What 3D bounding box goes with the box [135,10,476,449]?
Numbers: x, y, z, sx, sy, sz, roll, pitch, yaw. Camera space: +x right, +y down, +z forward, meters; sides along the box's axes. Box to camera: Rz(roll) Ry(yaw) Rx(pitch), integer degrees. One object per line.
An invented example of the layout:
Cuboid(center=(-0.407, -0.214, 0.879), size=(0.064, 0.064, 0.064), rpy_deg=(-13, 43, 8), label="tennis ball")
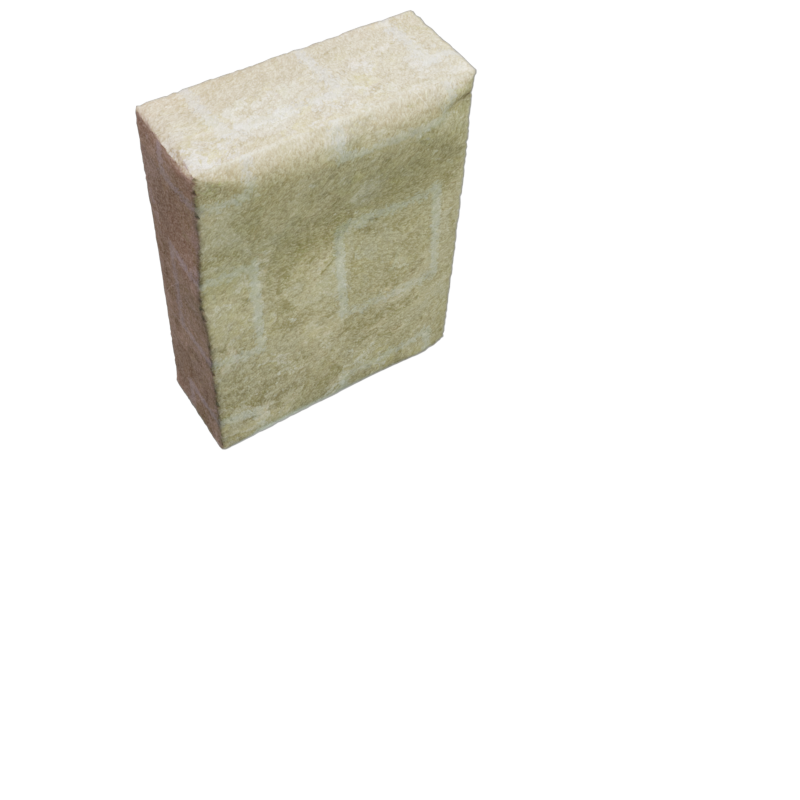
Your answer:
Cuboid(center=(-0.048, -0.088, 0.615), size=(0.163, 0.077, 0.199), rpy_deg=(-26, -34, -23), label="box")
